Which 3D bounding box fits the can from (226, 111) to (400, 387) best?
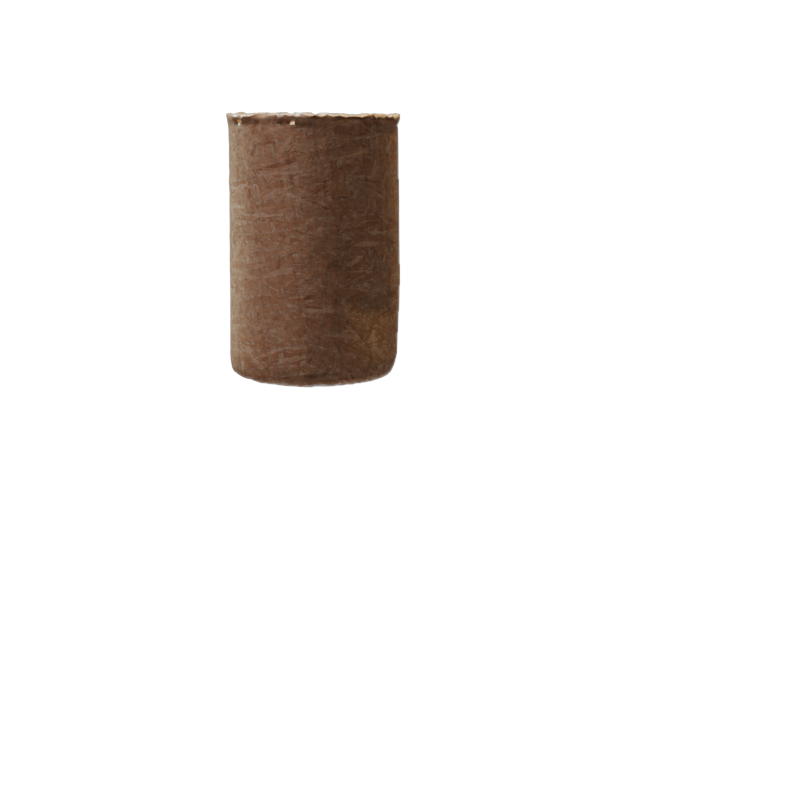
[{"bbox_3d":[-0.034,-0.063,0.439,0.068,0.100,0.070,0,10,-2],"label":"can"}]
